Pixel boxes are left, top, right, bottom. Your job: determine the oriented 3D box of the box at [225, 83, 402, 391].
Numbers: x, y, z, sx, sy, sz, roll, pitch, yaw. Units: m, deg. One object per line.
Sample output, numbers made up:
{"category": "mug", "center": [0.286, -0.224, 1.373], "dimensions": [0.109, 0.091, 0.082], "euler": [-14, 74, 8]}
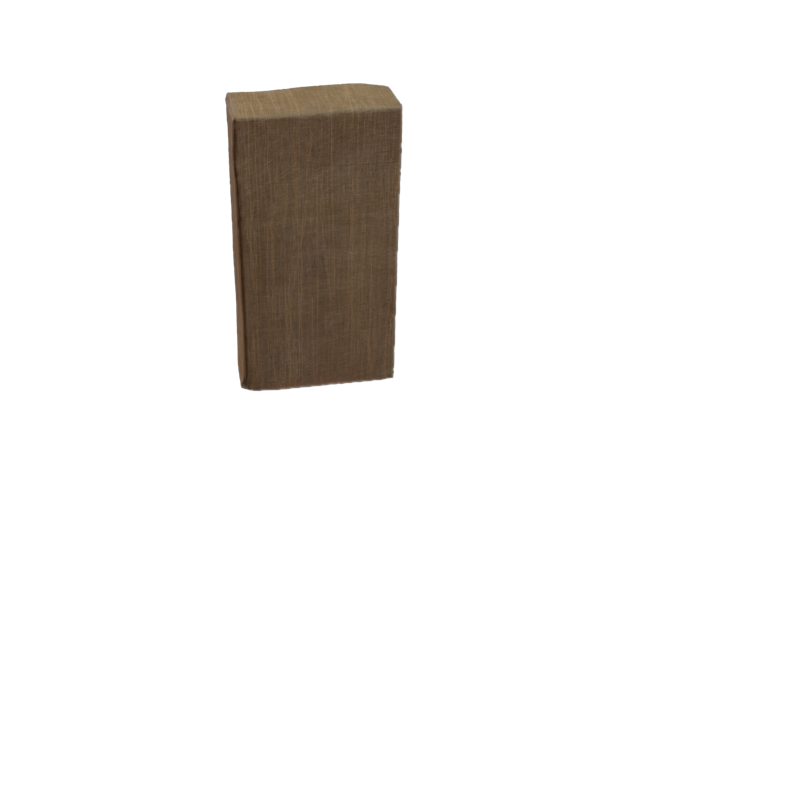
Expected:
{"category": "box", "center": [-0.049, -0.090, 0.632], "dimensions": [0.092, 0.166, 0.051], "euler": [-4, 29, -11]}
